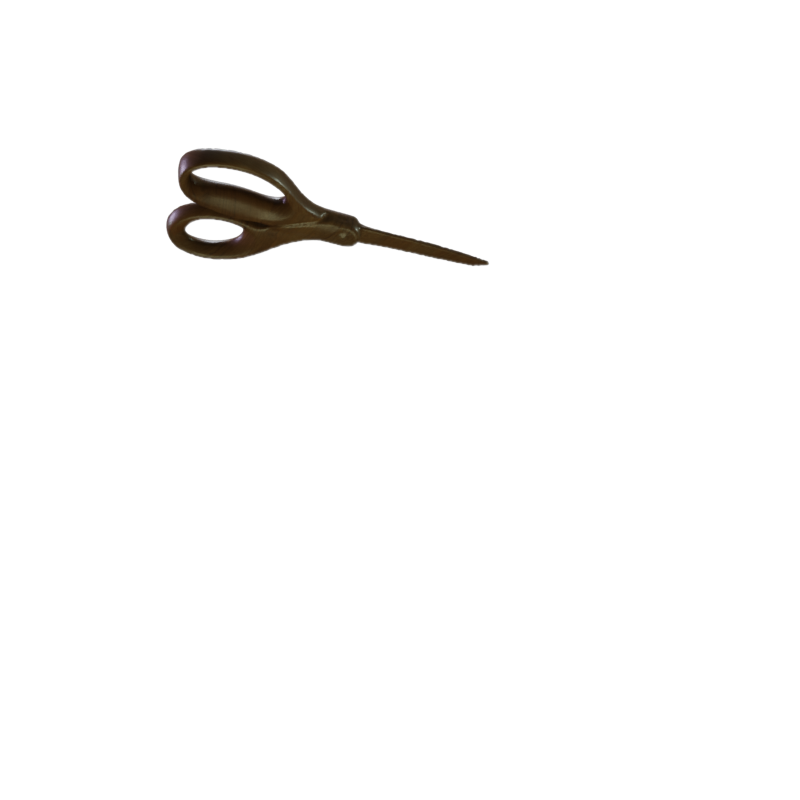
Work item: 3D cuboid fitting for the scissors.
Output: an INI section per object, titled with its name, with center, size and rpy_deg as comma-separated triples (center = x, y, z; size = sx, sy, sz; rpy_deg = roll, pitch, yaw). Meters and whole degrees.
[scissors]
center = -0.052, -0.095, 0.666
size = 0.191, 0.017, 0.095
rpy_deg = 22, -38, -31
